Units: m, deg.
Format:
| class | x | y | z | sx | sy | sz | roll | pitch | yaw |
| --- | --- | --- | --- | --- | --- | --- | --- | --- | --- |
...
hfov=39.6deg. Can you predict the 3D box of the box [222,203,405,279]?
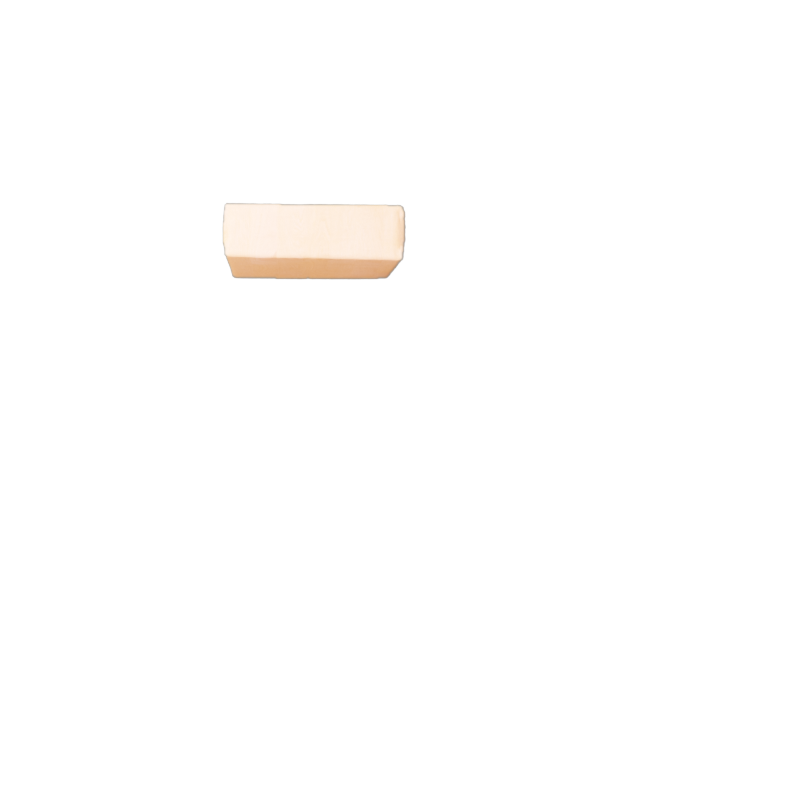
| class | x | y | z | sx | sy | sz | roll | pitch | yaw |
| --- | --- | --- | --- | --- | --- | --- | --- | --- | --- |
| box | -0.044 | -0.081 | 0.570 | 0.089 | 0.031 | 0.072 | 0 | -3 | -3 |
